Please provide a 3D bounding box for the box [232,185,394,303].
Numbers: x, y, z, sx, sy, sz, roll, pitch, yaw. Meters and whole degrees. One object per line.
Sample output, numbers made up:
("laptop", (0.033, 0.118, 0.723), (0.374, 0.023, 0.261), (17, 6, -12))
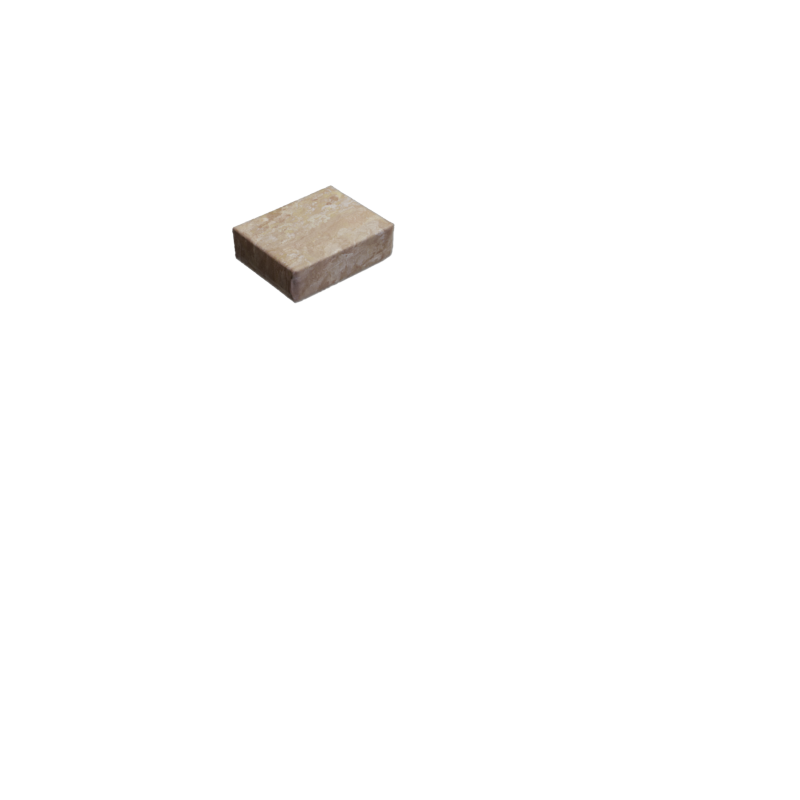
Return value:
("box", (-0.075, -0.137, 0.963), (0.113, 0.036, 0.096), (-27, 46, -31))
